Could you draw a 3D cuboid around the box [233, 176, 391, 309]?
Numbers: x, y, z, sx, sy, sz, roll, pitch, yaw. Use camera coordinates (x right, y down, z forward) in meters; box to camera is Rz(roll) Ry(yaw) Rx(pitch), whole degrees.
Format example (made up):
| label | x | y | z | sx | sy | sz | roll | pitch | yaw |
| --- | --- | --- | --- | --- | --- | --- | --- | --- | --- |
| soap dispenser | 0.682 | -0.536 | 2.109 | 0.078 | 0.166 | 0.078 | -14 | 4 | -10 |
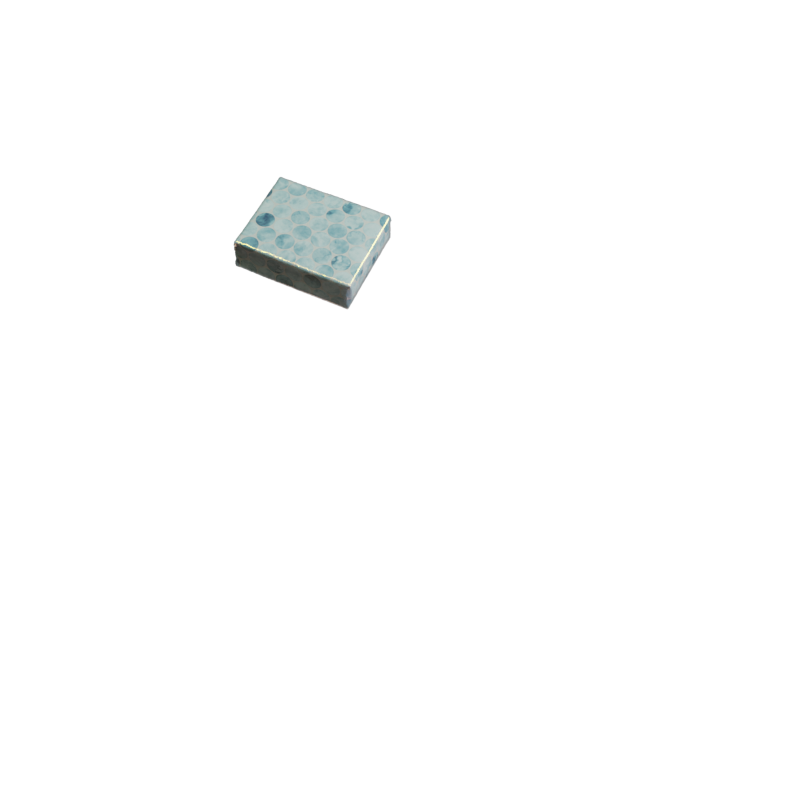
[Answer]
| label | x | y | z | sx | sy | sz | roll | pitch | yaw |
| --- | --- | --- | --- | --- | --- | --- | --- | --- | --- |
| box | -0.076 | -0.139 | 0.972 | 0.117 | 0.093 | 0.036 | 19 | -37 | 15 |
